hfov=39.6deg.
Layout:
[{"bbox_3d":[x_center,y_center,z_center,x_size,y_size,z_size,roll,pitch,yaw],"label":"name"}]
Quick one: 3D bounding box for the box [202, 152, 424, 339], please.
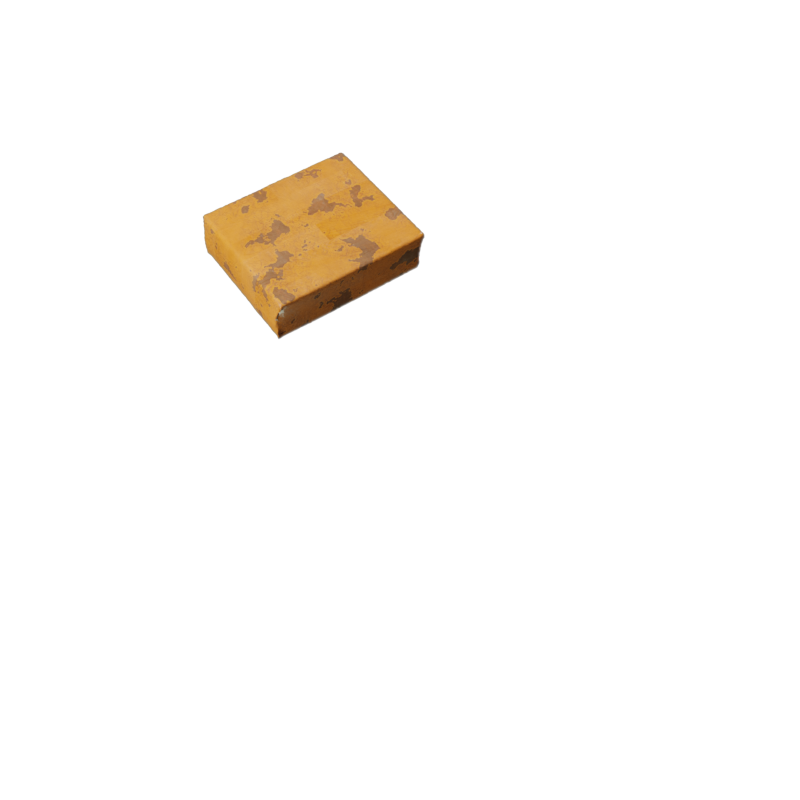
[{"bbox_3d":[-0.056,-0.101,0.710,0.113,0.096,0.036,-30,-32,-22],"label":"box"}]
